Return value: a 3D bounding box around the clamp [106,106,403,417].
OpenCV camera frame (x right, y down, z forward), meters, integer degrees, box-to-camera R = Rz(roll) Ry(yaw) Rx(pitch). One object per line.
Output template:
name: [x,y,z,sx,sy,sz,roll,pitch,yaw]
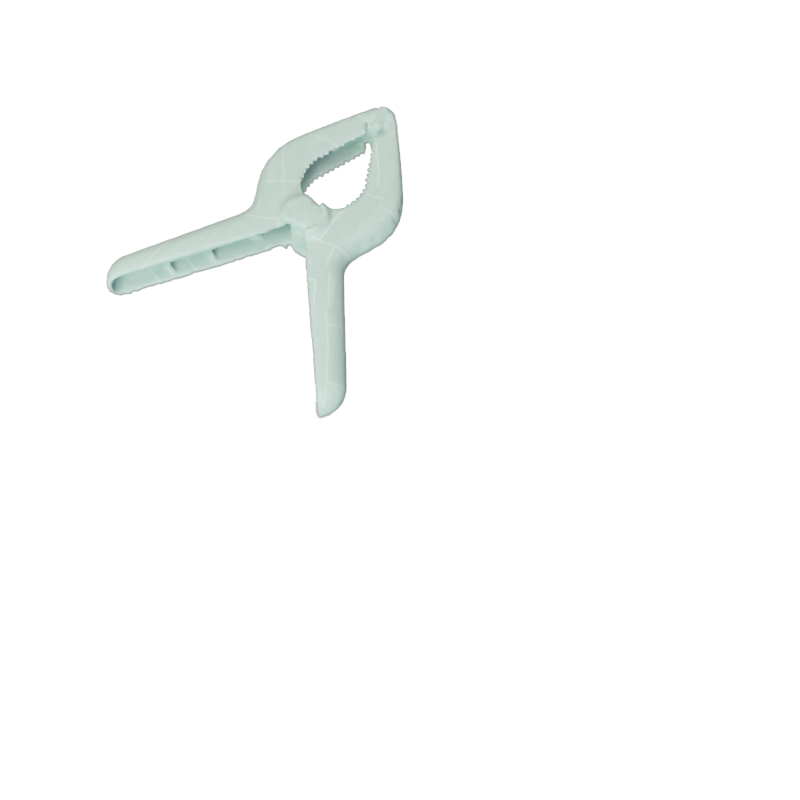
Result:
clamp: [-0.054,-0.098,0.687,0.172,0.214,0.034,35,-24,18]
